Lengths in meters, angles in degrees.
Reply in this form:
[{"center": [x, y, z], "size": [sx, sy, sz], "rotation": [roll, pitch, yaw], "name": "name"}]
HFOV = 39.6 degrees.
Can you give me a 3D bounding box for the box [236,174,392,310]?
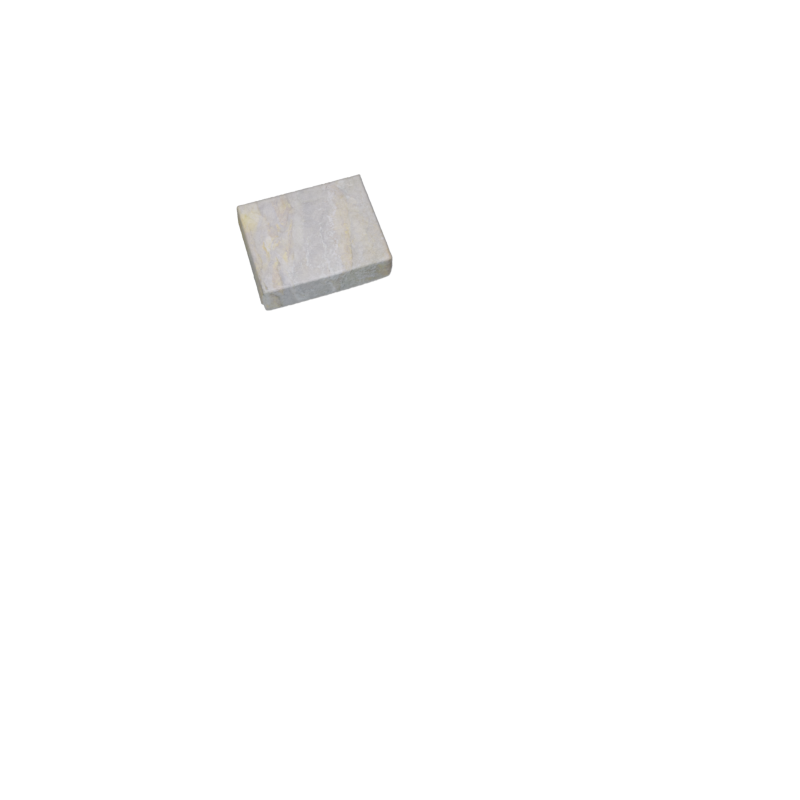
[{"center": [-0.073, -0.133, 0.933], "size": [0.113, 0.096, 0.037], "rotation": [-15, -28, -9], "name": "box"}]
